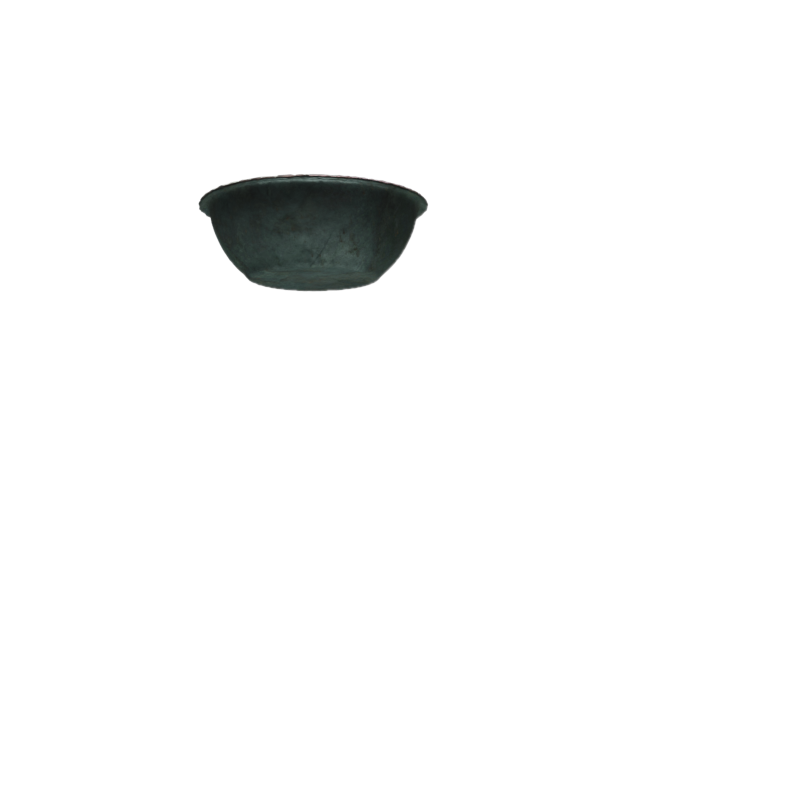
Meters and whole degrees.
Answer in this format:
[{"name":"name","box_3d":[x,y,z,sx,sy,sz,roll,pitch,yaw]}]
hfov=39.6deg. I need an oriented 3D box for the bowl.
[{"name":"bowl","box_3d":[-0.061,-0.111,0.778,0.162,0.056,0.159,0,-6,-2]}]
